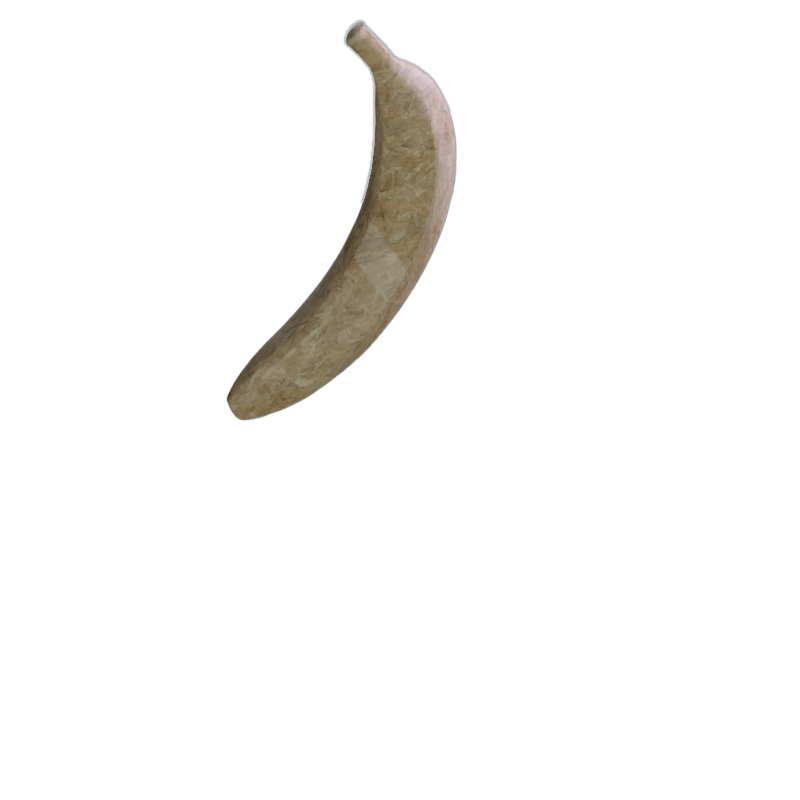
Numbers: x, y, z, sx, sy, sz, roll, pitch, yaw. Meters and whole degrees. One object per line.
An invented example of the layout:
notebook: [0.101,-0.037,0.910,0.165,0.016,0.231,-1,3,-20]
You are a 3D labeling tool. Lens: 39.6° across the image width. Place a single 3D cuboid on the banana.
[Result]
banana: [-0.020,-0.069,0.497,0.068,0.190,0.039,17,24,-9]
